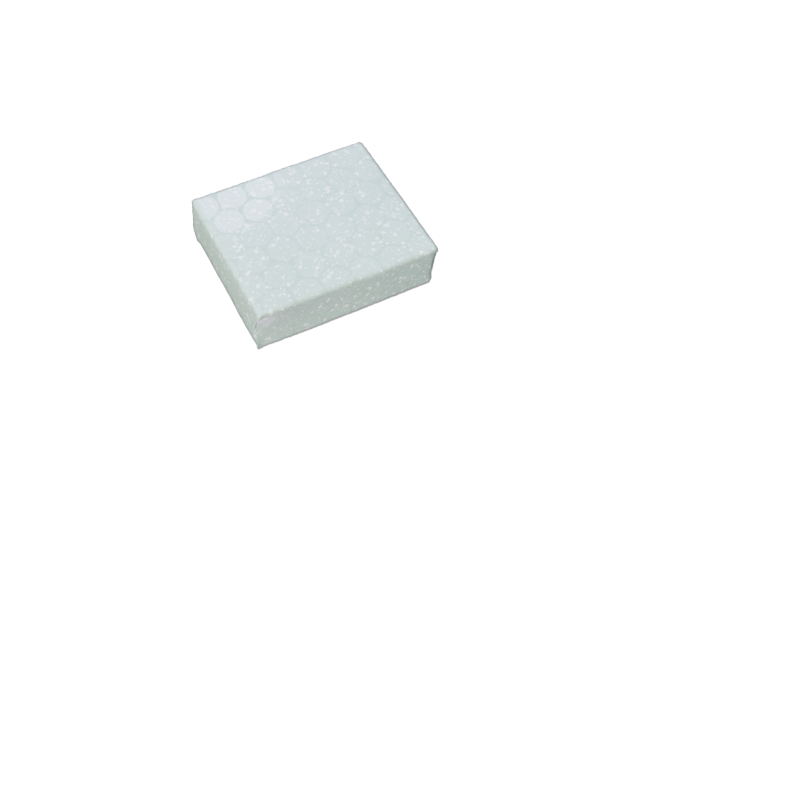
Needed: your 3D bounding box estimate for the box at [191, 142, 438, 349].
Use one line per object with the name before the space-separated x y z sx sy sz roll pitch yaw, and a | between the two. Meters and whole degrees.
box | -0.049 -0.090 0.628 0.113 0.097 0.036 -24 -32 -16
